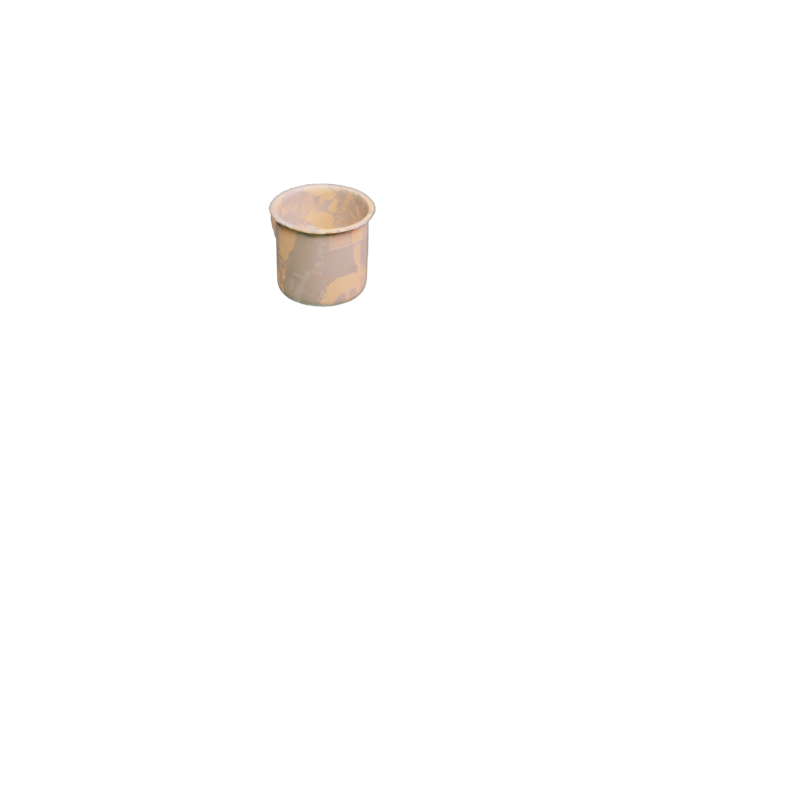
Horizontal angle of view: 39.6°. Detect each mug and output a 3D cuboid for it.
[{"bbox_3d":[-0.078,-0.142,0.994,0.093,0.077,0.125,-26,42,-35],"label":"mug"}]
